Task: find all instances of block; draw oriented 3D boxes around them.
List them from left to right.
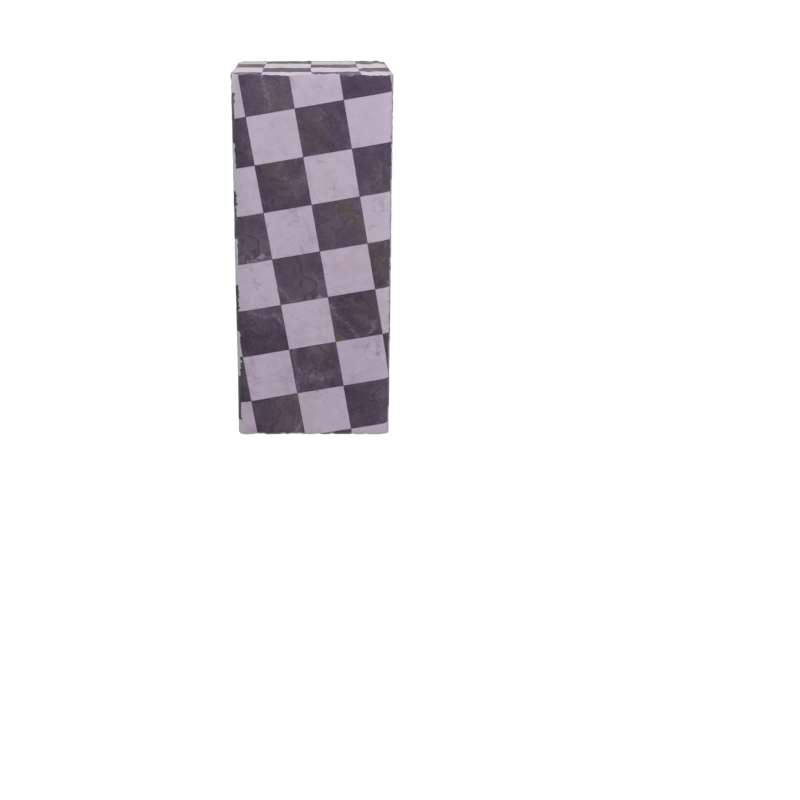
[{"bbox_3d":[-0.052,-0.094,0.656,0.090,0.199,0.094,0,16,-3],"label":"block"}]
